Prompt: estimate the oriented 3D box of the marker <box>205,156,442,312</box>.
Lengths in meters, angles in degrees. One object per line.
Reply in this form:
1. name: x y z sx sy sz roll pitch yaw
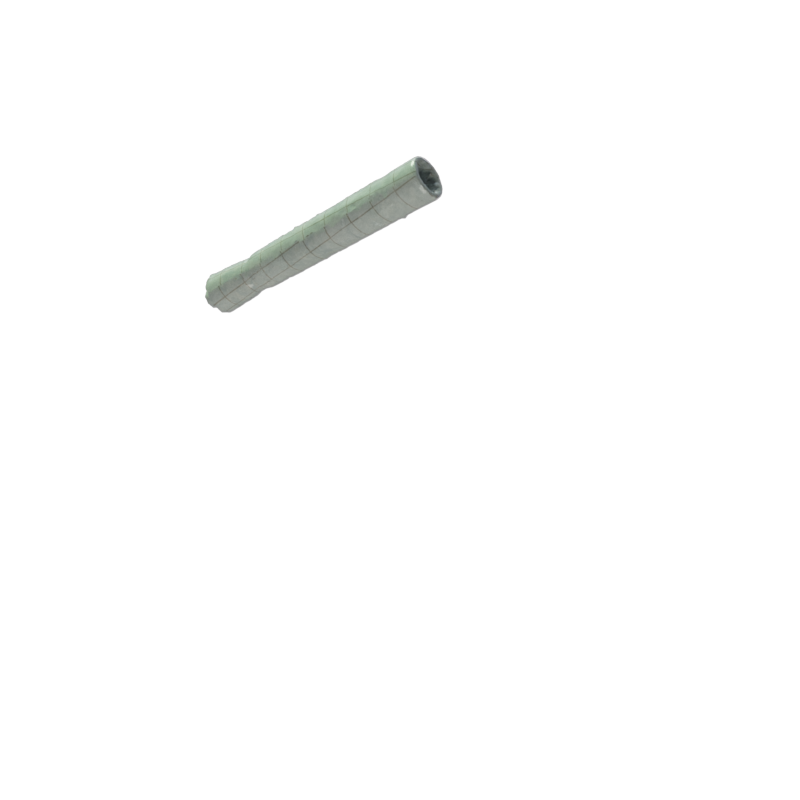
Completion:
1. marker: -0.036 -0.066 0.462 0.121 0.020 0.019 -24 -10 31
